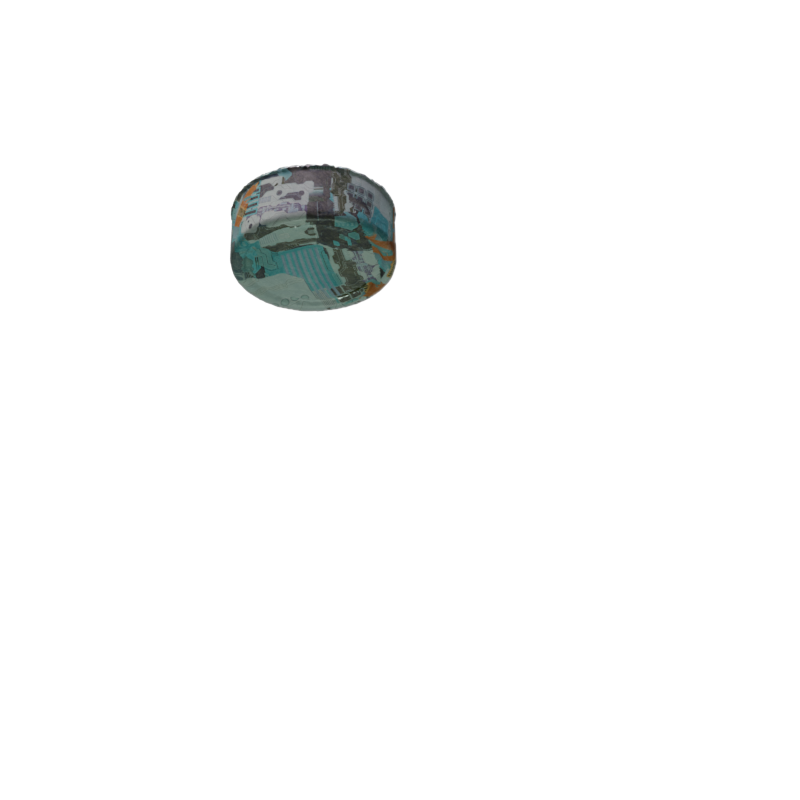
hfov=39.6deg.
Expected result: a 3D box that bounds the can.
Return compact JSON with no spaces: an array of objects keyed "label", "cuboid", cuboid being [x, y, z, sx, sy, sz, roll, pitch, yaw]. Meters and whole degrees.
[{"label":"can","cuboid":[-0.044,-0.081,0.567,0.086,0.036,0.080,1,-31,-2]}]
